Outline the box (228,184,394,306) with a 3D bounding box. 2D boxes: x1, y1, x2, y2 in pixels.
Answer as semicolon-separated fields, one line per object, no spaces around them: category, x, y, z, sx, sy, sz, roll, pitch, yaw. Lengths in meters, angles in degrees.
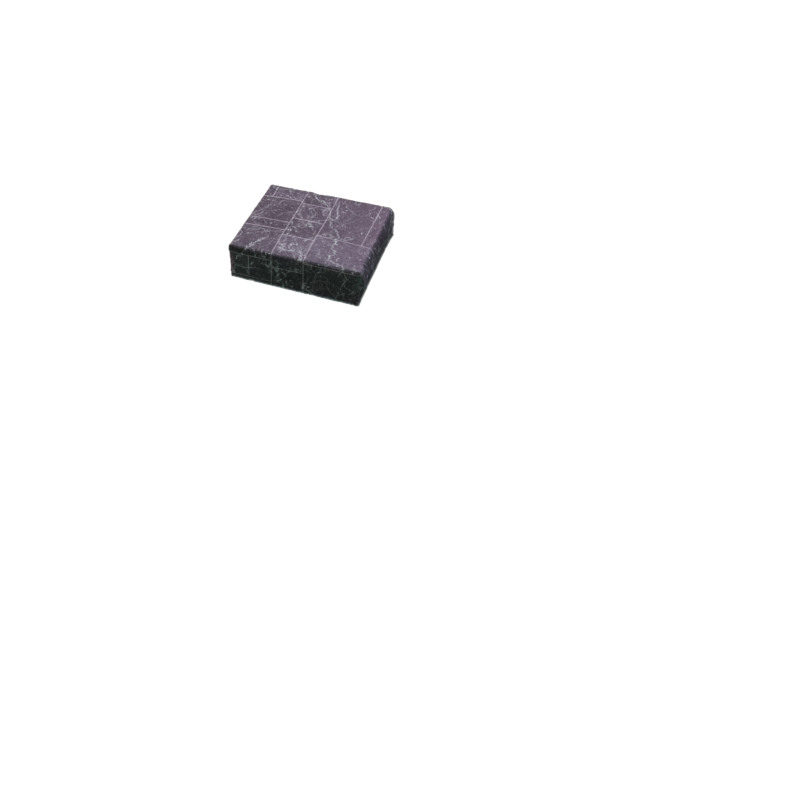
box;-0.056;-0.102;0.716;0.092;0.028;0.076;13;43;13
